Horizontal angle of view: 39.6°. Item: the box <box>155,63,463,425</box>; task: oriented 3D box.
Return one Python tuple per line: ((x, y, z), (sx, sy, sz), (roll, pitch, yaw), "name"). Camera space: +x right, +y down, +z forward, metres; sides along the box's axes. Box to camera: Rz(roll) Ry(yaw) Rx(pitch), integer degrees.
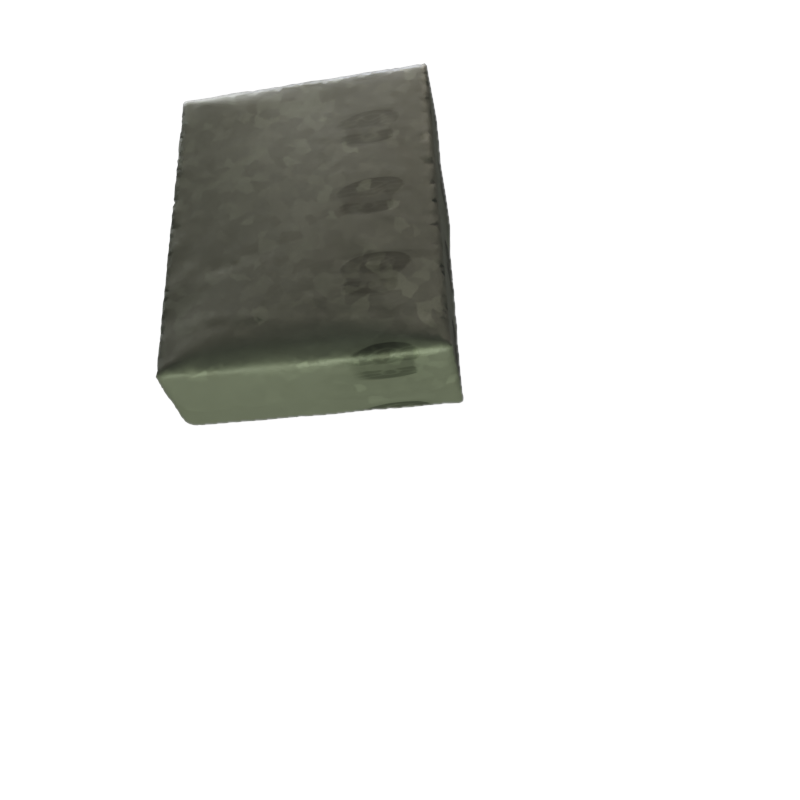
((-0.053, -0.096, 0.675), (0.165, 0.229, 0.066), (-7, -35, 8), "box")
